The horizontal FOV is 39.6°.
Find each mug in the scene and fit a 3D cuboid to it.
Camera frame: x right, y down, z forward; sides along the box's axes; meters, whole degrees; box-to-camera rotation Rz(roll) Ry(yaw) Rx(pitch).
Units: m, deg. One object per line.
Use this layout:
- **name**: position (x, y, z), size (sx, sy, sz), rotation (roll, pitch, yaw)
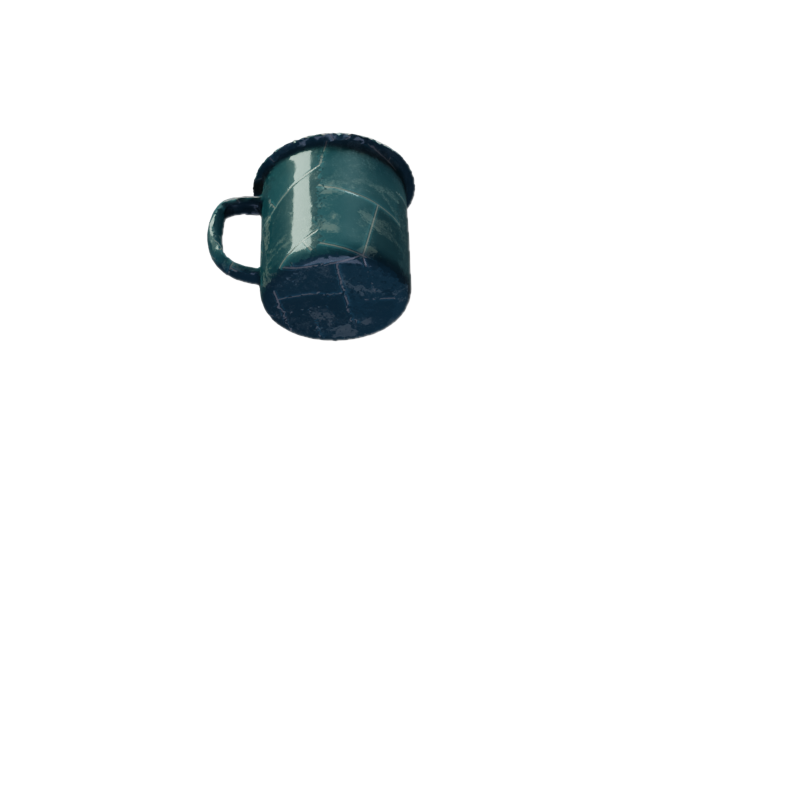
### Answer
- **mug**: position (-0.048, -0.087, 0.612), size (0.116, 0.087, 0.088), rotation (4, -35, -7)
